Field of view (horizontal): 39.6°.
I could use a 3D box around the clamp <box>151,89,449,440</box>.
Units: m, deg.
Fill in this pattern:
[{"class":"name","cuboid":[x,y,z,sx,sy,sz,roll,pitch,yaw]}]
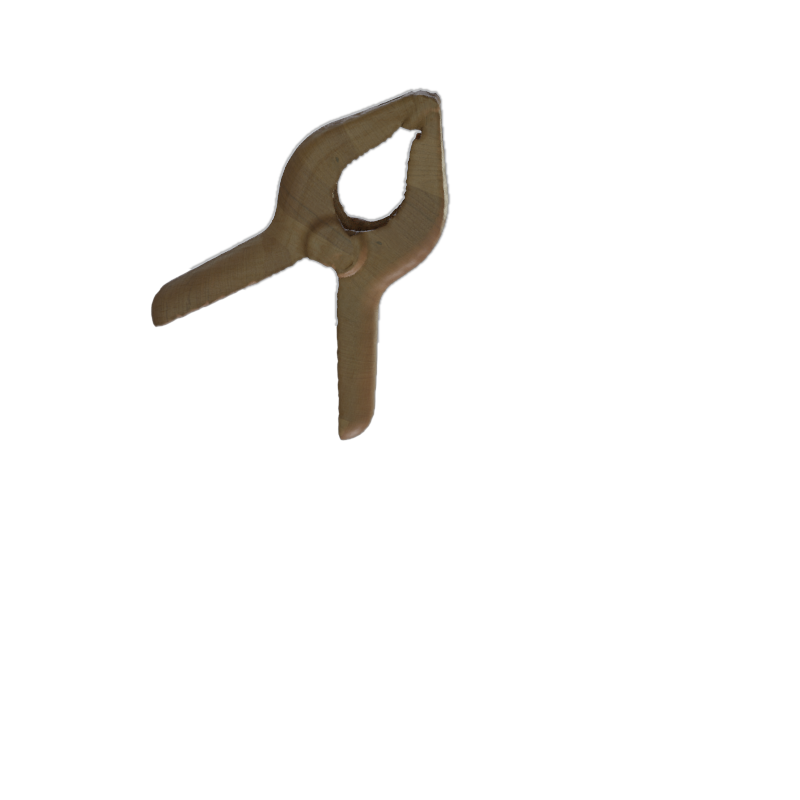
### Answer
[{"class":"clamp","cuboid":[-0.041,-0.075,0.522,0.119,0.168,0.041,22,14,-6]}]
